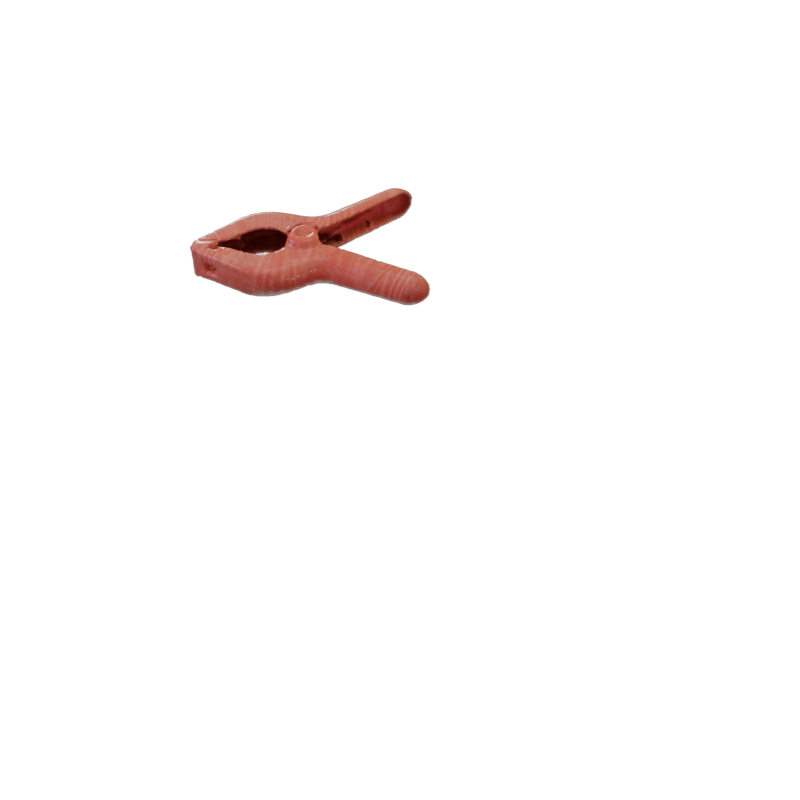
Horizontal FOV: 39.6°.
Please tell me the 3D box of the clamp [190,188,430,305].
[{"bbox_3d":[-0.063,-0.115,0.808,0.173,0.037,0.127,3,38,4],"label":"clamp"}]
